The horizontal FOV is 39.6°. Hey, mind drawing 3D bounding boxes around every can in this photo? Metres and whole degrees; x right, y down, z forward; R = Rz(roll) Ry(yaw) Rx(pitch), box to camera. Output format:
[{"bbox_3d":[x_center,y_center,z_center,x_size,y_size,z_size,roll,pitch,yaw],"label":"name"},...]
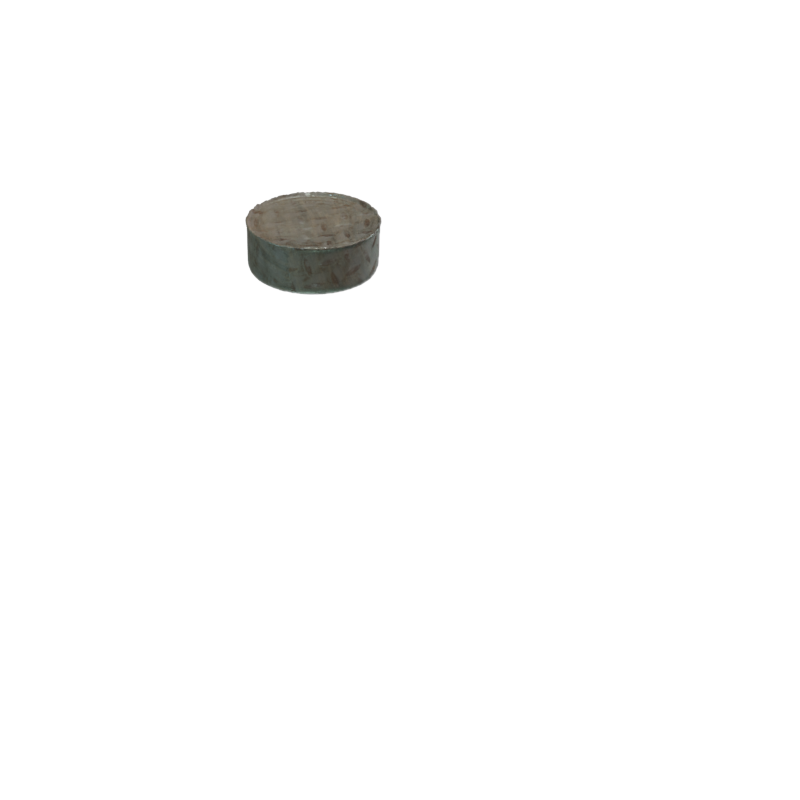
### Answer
[{"bbox_3d":[-0.055,-0.101,0.708,0.086,0.032,0.091,-1,32,-2],"label":"can"}]
